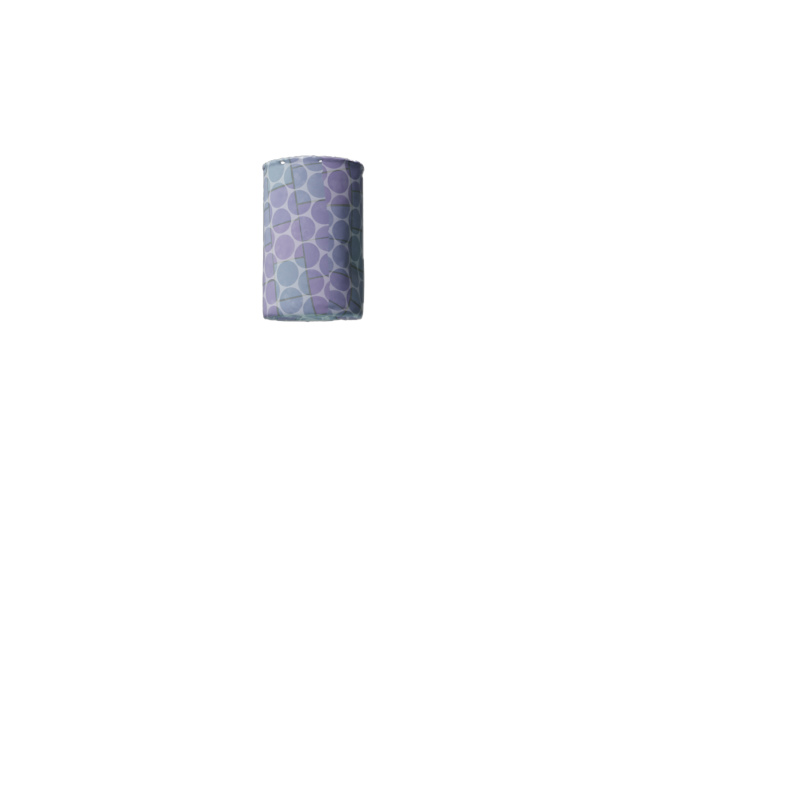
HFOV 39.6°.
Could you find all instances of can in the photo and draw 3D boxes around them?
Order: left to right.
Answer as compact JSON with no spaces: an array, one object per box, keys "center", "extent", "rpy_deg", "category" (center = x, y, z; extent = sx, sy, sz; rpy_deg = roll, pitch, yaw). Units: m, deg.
[{"center":[-0.057,-0.104,0.731],"extent":[0.068,0.104,0.068],"rpy_deg":[0,-5,-2],"category":"can"}]
